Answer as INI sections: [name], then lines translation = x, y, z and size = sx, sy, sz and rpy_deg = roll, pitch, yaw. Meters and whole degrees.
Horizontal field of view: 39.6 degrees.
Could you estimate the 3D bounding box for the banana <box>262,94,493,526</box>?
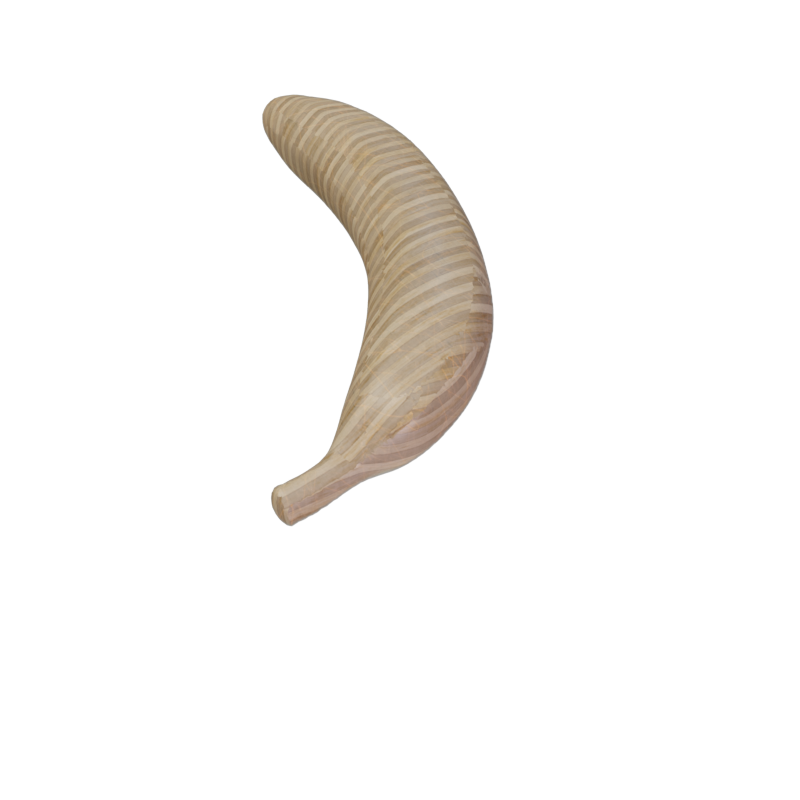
[banana]
translation = -0.009, -0.049, 0.358
size = 0.069, 0.034, 0.213
rpy_deg = -3, 42, -4
